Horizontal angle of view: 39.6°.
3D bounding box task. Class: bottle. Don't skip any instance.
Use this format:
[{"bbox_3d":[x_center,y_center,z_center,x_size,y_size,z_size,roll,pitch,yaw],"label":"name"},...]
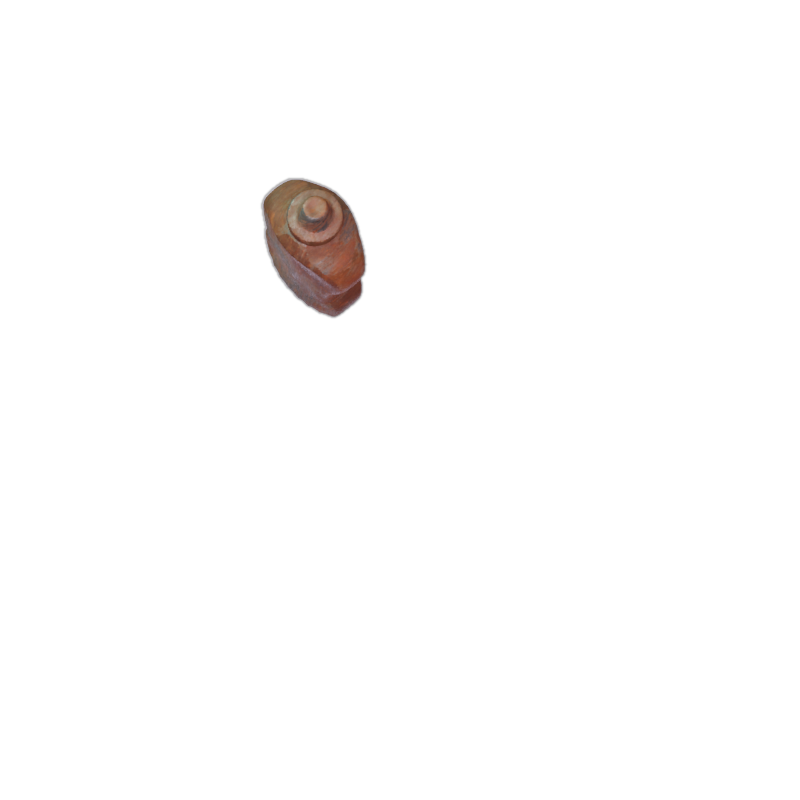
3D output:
[{"bbox_3d":[-0.068,-0.124,0.870,0.058,0.098,0.187,-37,-4,-7],"label":"bottle"}]
